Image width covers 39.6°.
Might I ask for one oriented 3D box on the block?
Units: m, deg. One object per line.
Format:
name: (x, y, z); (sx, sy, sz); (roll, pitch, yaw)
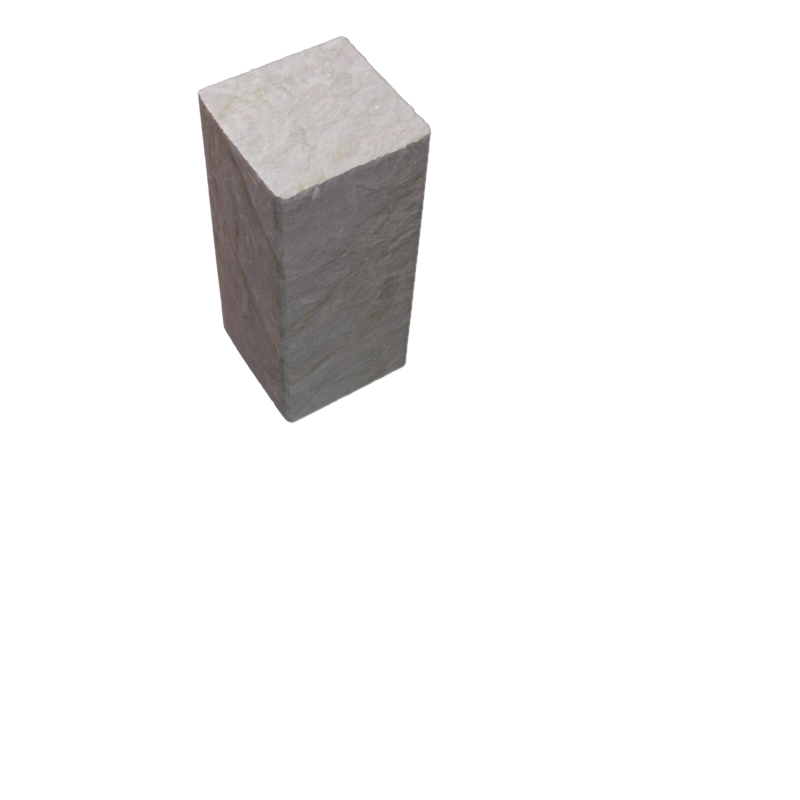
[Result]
block: (-0.049, -0.090, 0.633); (0.090, 0.097, 0.193); (-25, -30, -20)
